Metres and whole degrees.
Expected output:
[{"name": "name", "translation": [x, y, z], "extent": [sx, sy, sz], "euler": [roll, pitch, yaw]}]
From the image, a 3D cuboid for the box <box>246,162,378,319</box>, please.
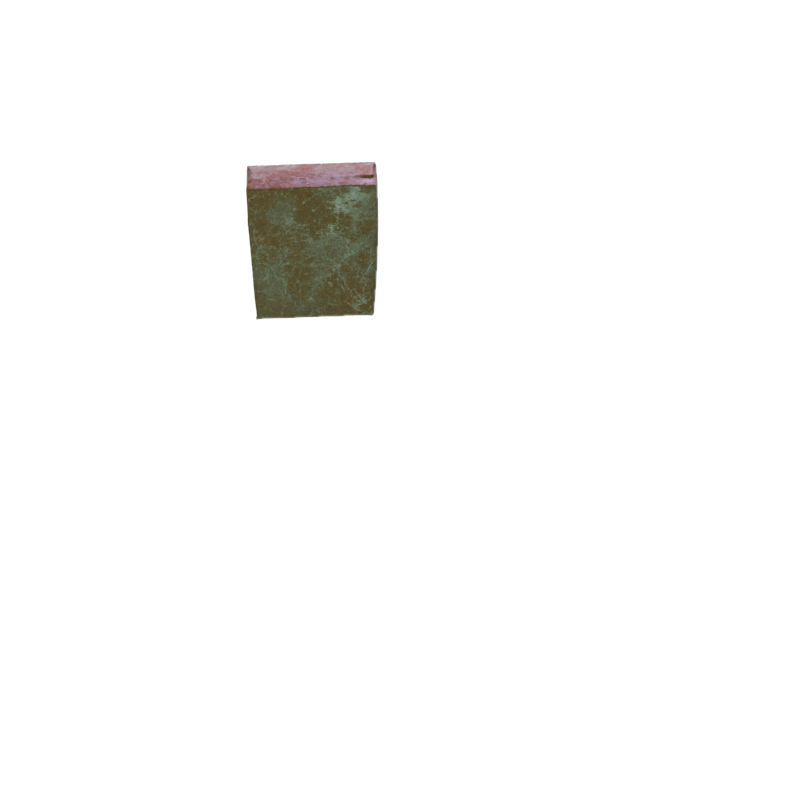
[{"name": "box", "translation": [-0.061, -0.111, 0.779], "extent": [0.090, 0.106, 0.041], "euler": [0, 34, -1]}]
